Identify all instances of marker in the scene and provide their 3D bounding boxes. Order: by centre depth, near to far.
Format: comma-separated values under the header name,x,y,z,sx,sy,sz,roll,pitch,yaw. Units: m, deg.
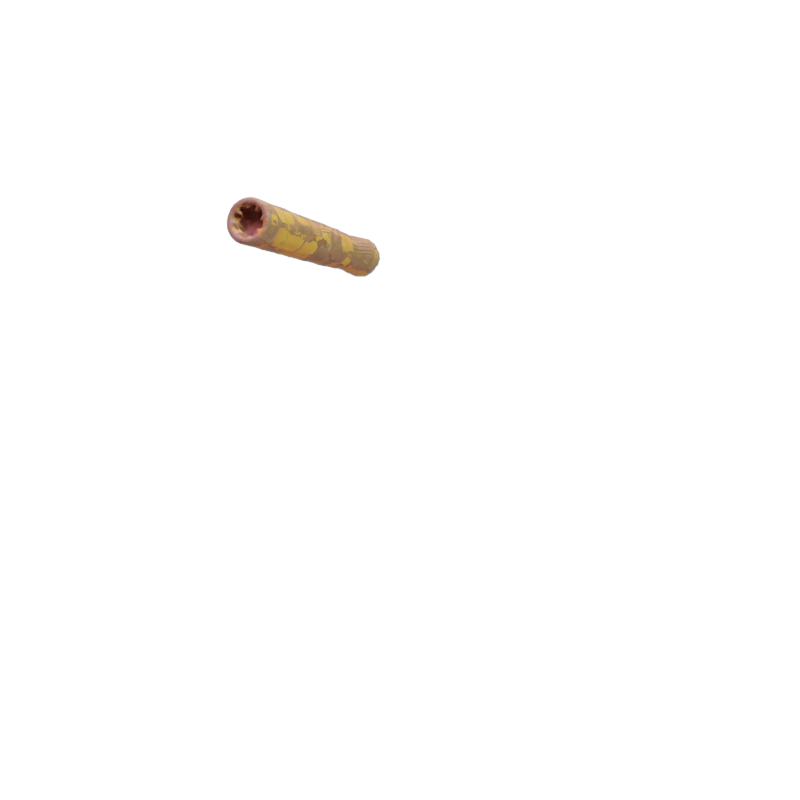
name,x,y,z,sx,sy,sz,roll,pitch,yaw
marker,-0.038,-0.069,0.482,0.020,0.020,0.116,2,0,22
